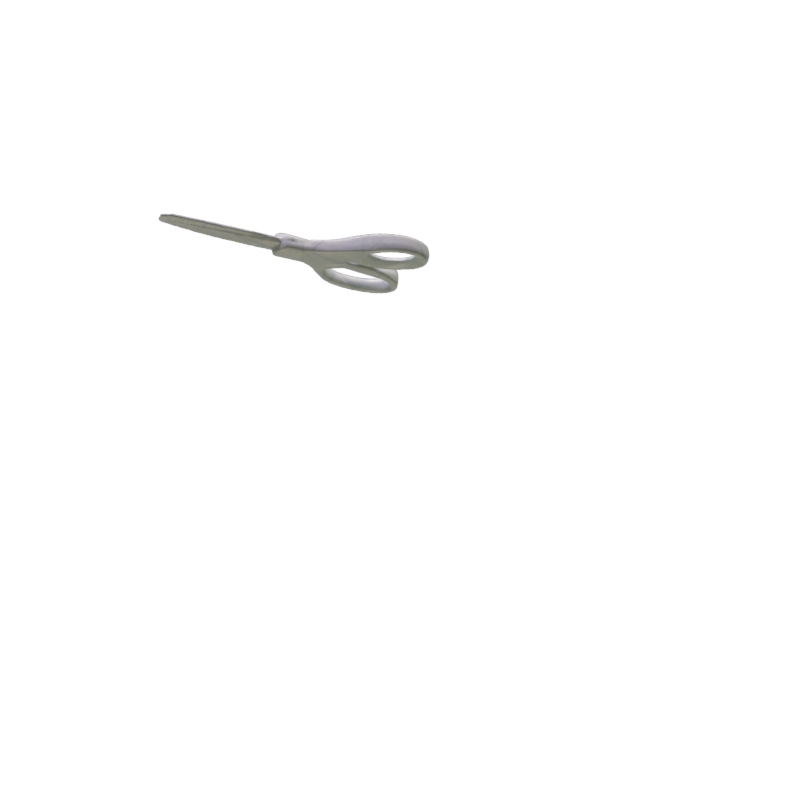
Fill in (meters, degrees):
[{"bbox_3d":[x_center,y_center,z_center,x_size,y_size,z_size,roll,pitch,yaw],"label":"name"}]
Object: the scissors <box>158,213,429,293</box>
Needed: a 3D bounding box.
[{"bbox_3d":[-0.061,-0.111,0.777,0.098,0.016,0.190,-15,-22,40],"label":"scissors"}]
